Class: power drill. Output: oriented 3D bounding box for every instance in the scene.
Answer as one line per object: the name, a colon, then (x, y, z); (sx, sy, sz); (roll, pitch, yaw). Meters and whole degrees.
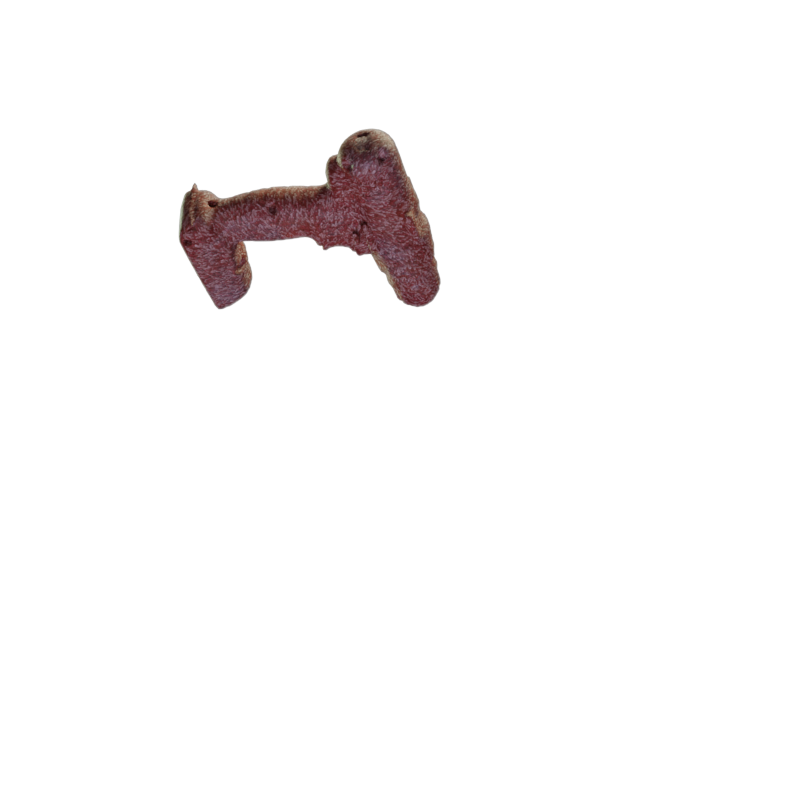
power drill: (-0.070, -0.127, 0.891); (0.189, 0.062, 0.170); (-11, -43, 12)
